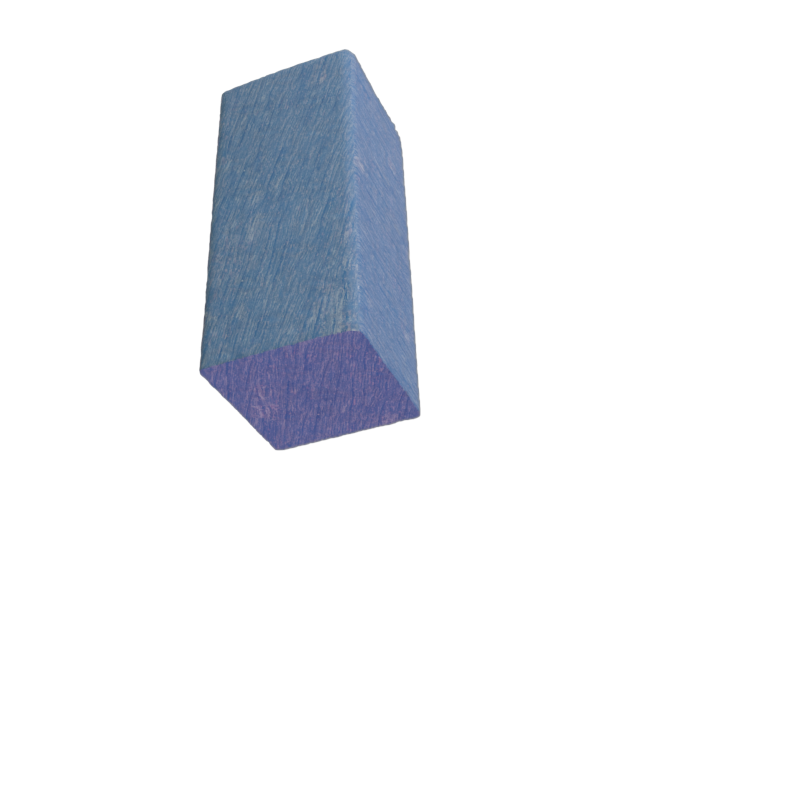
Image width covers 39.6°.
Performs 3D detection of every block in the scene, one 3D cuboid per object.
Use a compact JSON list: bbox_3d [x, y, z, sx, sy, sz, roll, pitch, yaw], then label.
[{"bbox_3d":[-0.049,-0.091,0.636,0.091,0.221,0.084,-16,-39,17],"label":"block"}]
